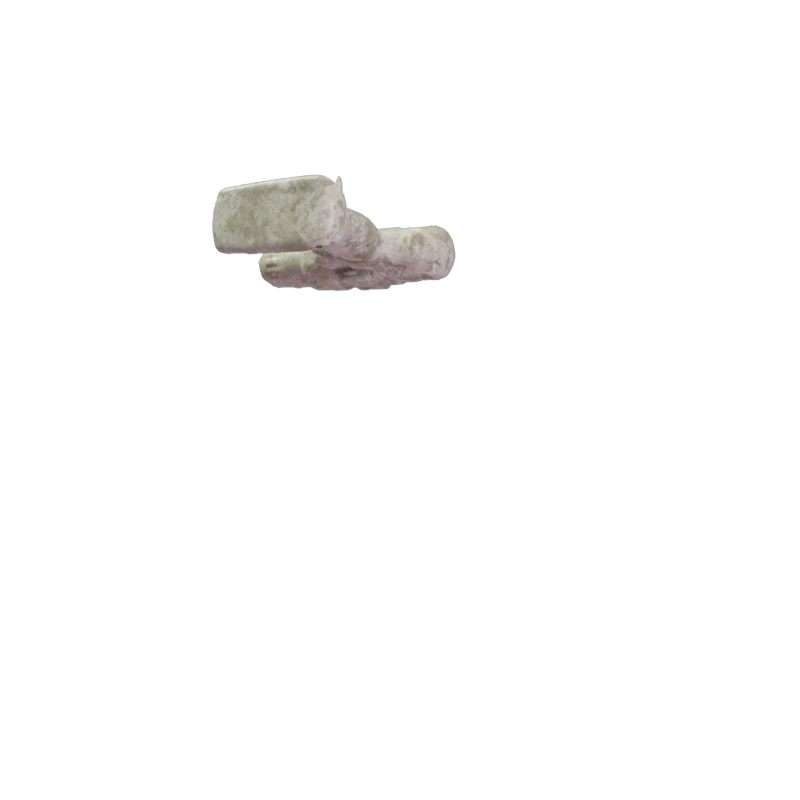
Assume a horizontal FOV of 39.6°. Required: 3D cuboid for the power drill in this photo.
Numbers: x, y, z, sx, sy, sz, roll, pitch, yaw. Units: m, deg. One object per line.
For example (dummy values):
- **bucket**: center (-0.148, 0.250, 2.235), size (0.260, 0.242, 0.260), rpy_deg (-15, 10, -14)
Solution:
- **power drill**: center (-0.071, -0.129, 0.902), size (0.189, 0.059, 0.178), rpy_deg (-3, -6, 27)
